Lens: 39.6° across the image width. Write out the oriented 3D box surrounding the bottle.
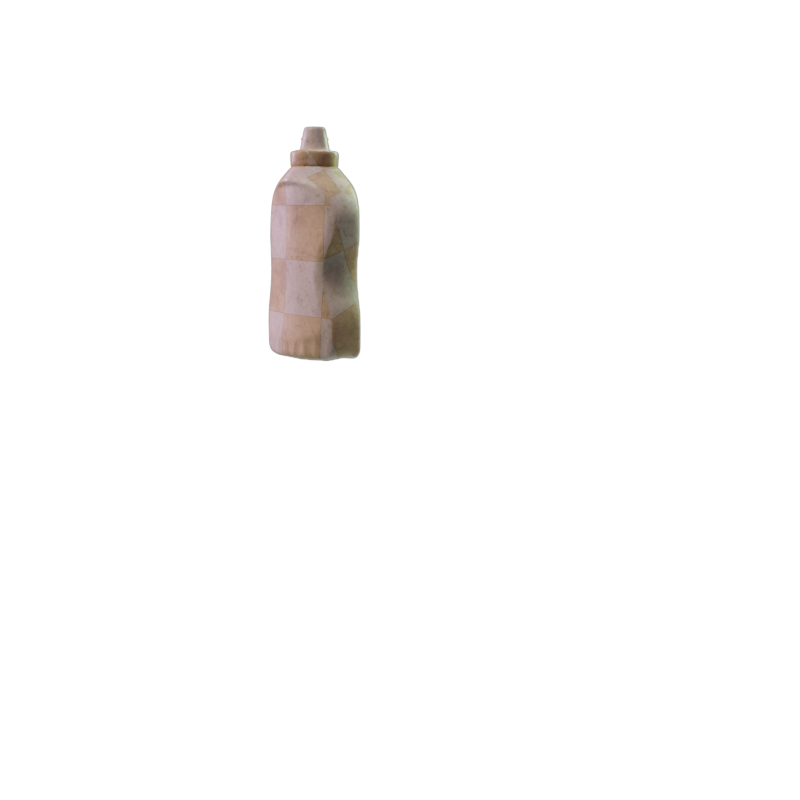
[{"bbox_3d":[-0.072,-0.133,0.930,0.056,0.191,0.100,-1,3,-35],"label":"bottle"}]
